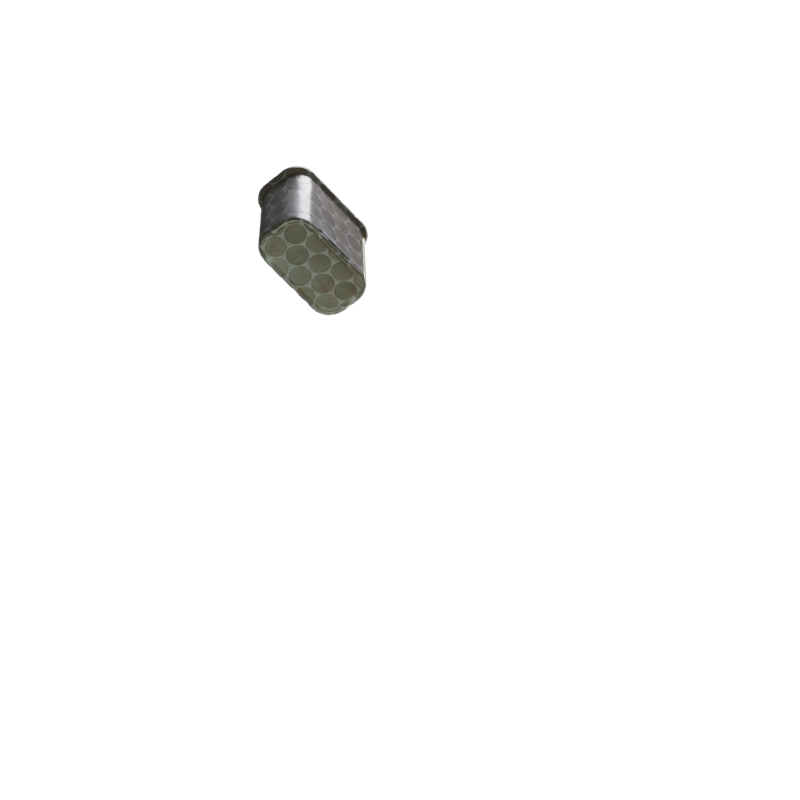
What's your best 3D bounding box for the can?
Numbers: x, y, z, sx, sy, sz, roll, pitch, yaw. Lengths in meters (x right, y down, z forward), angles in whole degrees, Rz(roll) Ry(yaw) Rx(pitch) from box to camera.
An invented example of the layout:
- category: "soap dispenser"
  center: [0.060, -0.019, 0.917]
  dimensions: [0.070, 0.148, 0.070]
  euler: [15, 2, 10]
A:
- category: "can"
  center: [-0.072, -0.131, 0.919]
  dimensions: [0.057, 0.096, 0.089]
  euler: [-35, 29, 21]
